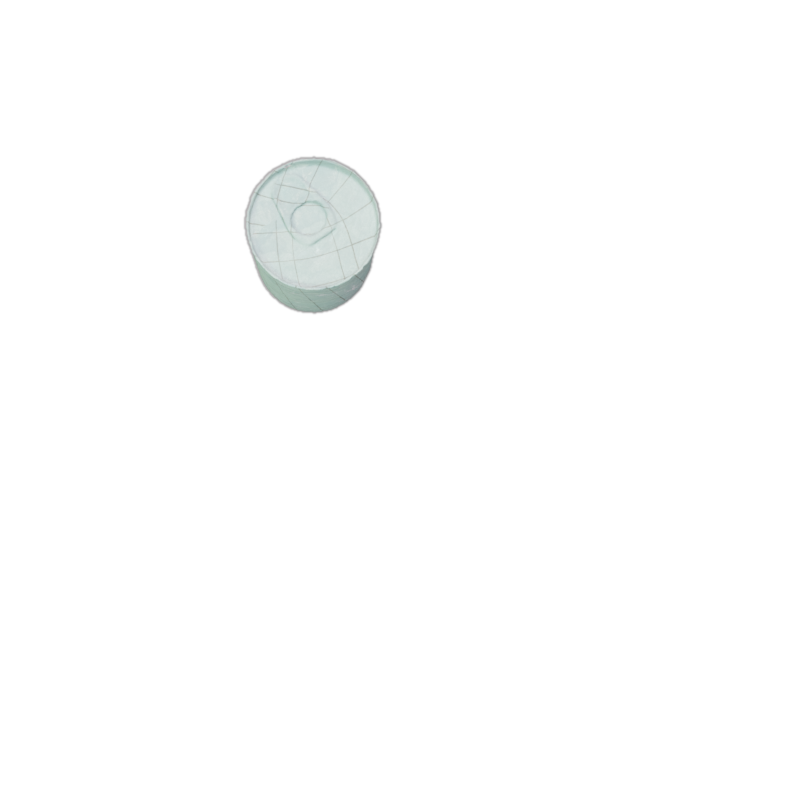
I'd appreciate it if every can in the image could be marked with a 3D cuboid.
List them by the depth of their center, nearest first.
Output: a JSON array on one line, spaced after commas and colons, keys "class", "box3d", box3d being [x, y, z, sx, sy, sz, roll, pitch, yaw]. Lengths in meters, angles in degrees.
[{"class": "can", "box3d": [-0.047, -0.086, 0.604, 0.068, 0.070, 0.101, 0, -5, -3]}]
